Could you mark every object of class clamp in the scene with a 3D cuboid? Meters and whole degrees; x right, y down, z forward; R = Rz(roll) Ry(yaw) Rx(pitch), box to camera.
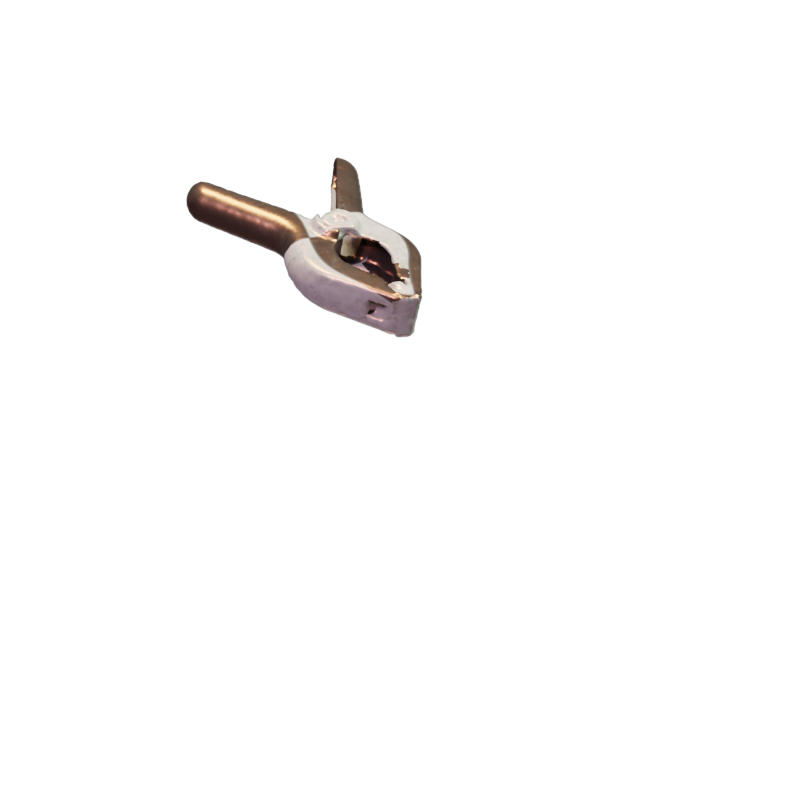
[{"bbox_3d":[-0.052,-0.094,0.661,0.118,0.037,0.185,-15,39,-19],"label":"clamp"}]
